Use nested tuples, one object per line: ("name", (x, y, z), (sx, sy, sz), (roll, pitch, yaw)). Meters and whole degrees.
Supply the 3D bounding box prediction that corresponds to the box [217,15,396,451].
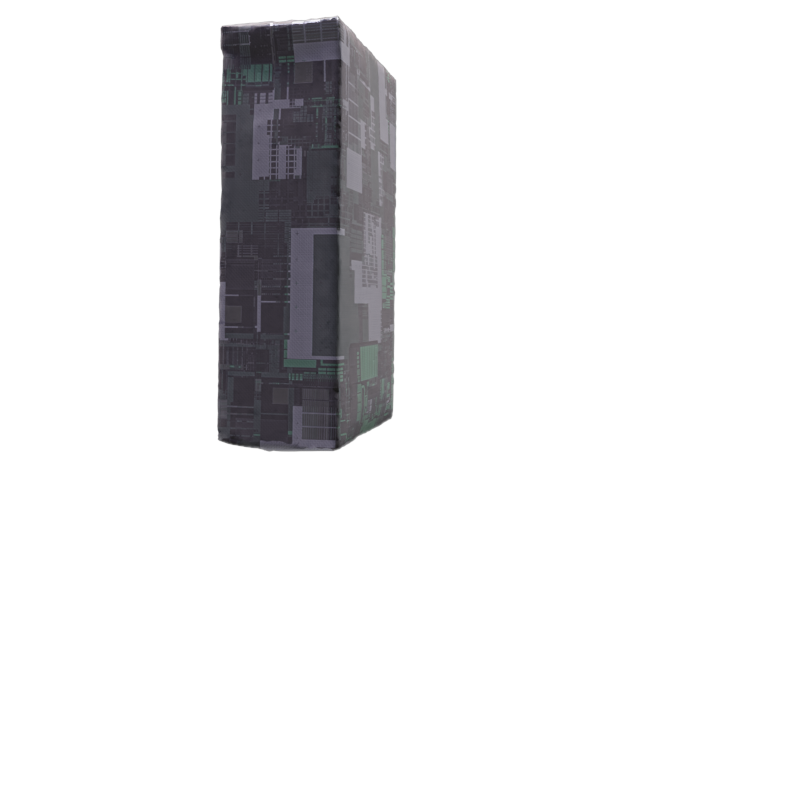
("box", (-0.048, -0.088, 0.618), (0.073, 0.215, 0.161), (-1, 0, 10))
